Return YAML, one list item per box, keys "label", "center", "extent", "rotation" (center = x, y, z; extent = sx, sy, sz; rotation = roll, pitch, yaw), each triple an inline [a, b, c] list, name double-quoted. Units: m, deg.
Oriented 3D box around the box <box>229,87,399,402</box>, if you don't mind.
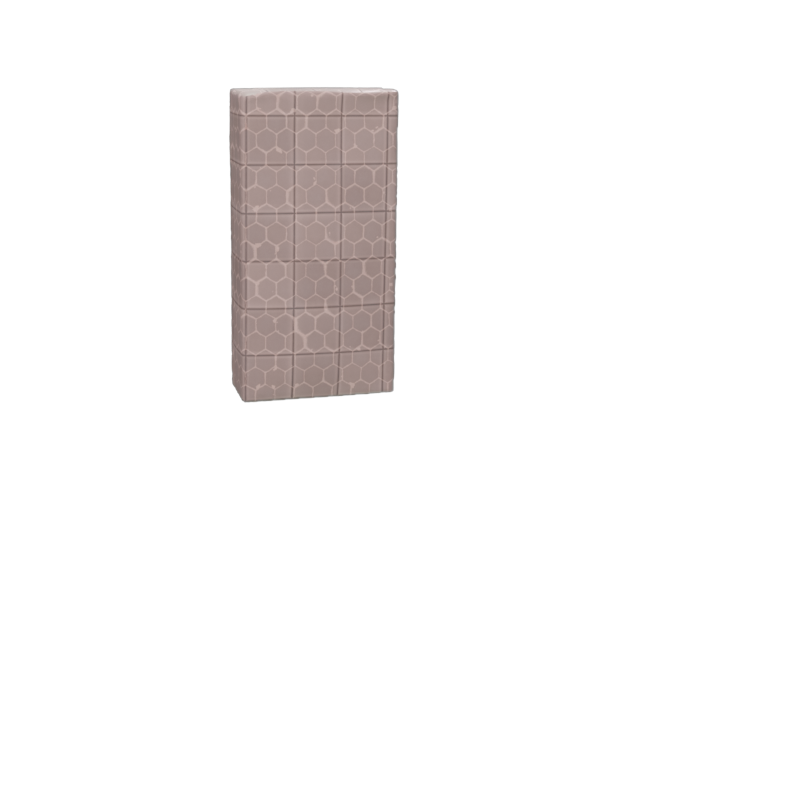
- label: "box"
  center: [-0.050, -0.091, 0.639]
  extent: [0.092, 0.171, 0.050]
  rotation: [-3, 14, -15]
